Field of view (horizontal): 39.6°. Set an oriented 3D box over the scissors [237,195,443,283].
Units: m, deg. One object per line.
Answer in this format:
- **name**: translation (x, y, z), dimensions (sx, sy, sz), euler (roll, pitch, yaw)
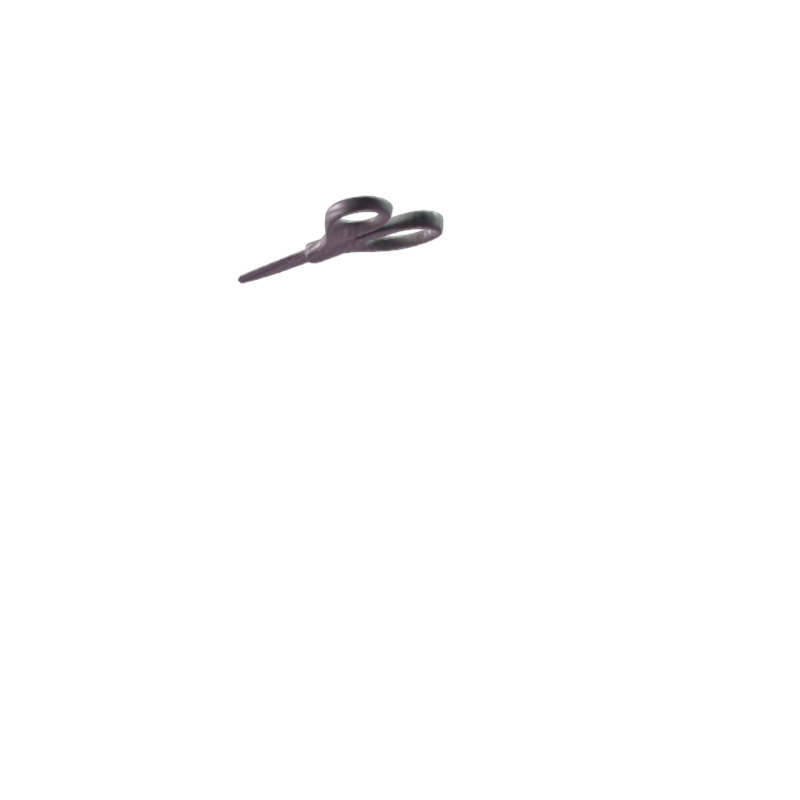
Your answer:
- **scissors**: translation (-0.066, -0.121, 0.847), dimensions (0.206, 0.016, 0.090), euler (-8, -17, 28)
